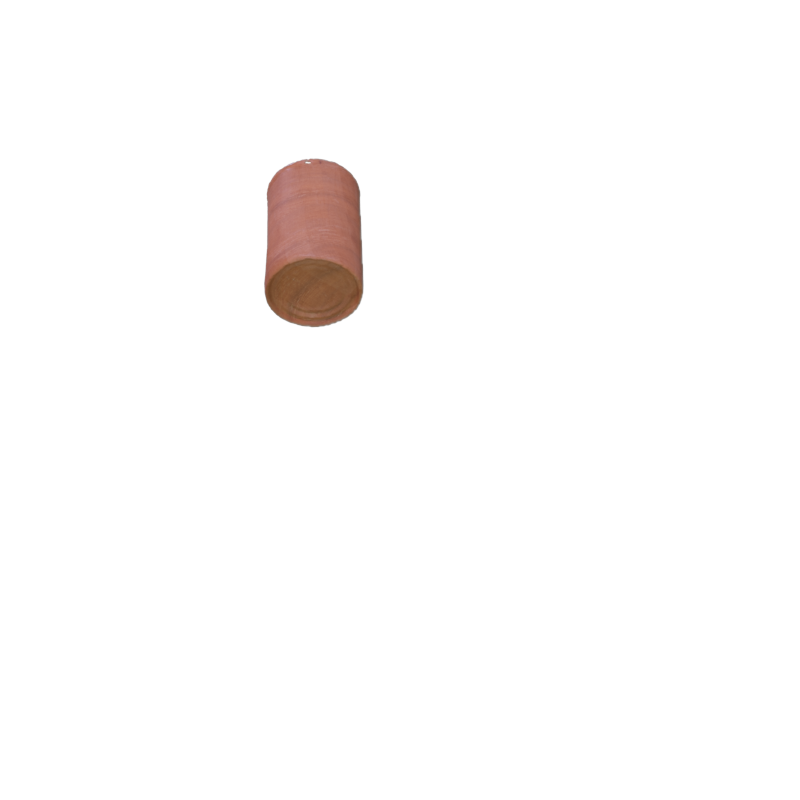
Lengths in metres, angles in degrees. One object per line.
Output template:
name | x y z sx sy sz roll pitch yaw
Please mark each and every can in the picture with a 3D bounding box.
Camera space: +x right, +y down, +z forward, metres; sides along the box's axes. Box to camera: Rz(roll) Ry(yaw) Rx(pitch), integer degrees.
can | -0.060 -0.110 0.767 0.068 0.110 0.064 -1 -44 -3
